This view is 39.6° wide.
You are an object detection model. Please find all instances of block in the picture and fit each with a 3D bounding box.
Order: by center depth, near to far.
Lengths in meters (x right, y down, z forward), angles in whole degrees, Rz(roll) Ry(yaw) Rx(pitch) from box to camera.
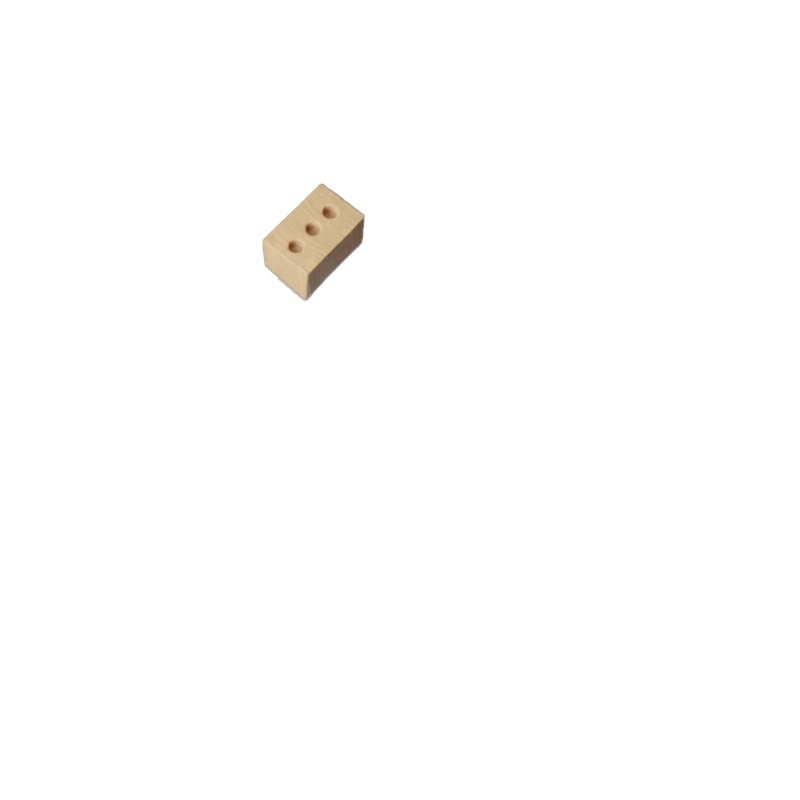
[{"bbox_3d":[-0.076,-0.138,0.964,0.055,0.079,0.049,37,-20,13],"label":"block"}]
